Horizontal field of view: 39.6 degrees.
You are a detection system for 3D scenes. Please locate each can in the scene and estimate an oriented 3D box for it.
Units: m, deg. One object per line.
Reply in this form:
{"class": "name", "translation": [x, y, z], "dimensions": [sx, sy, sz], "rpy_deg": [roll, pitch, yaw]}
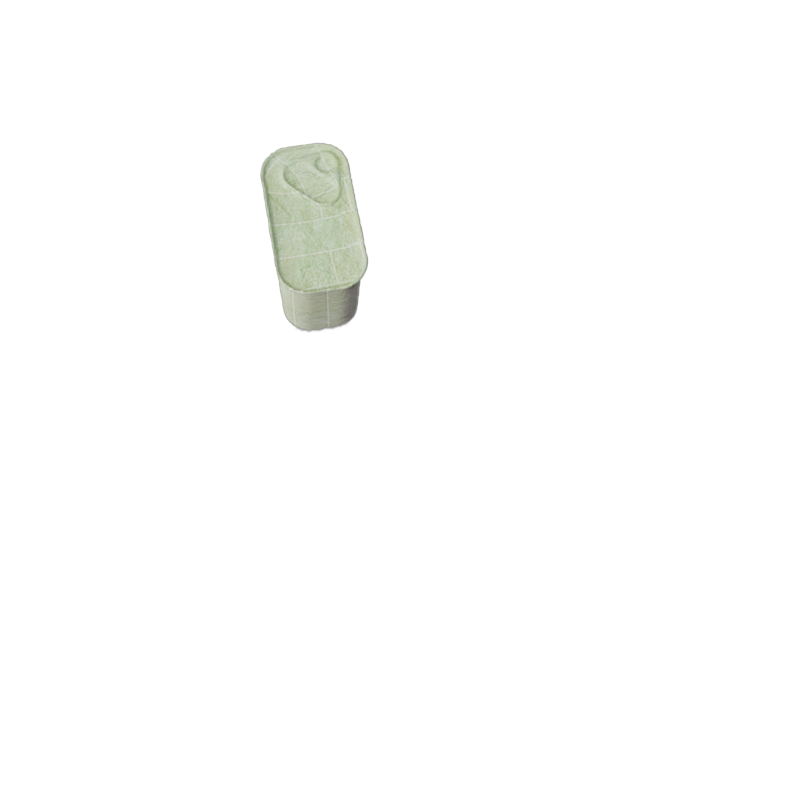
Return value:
{"class": "can", "translation": [-0.057, -0.104, 0.730], "dimensions": [0.057, 0.107, 0.080], "rpy_deg": [-9, -19, -6]}
